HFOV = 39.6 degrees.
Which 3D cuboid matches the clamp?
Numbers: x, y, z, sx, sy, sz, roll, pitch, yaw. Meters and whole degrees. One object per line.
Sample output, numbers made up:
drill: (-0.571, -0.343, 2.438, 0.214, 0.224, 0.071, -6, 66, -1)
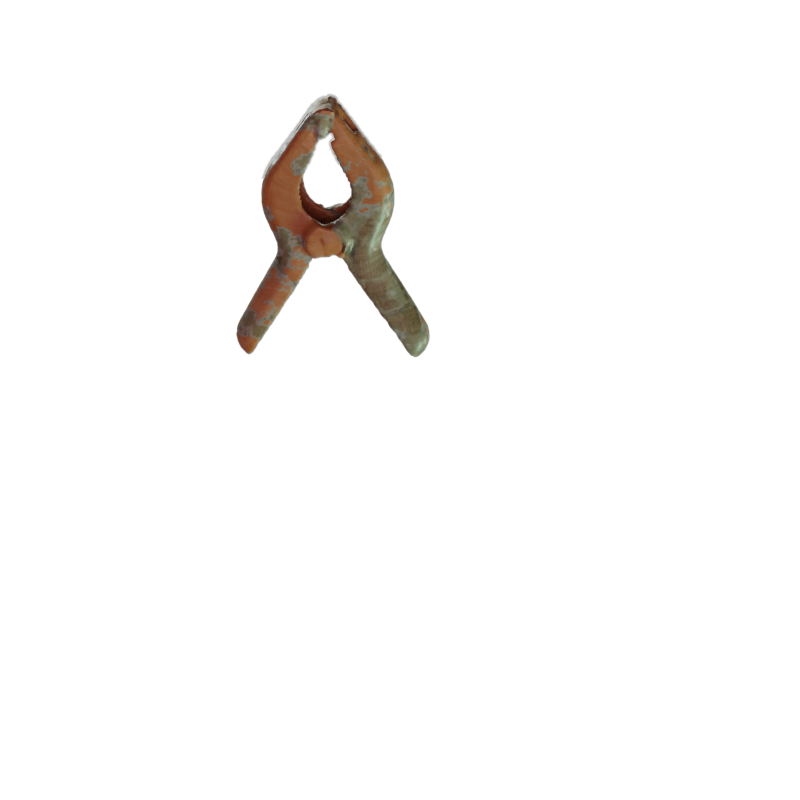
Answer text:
clamp: (-0.053, -0.096, 0.672, 0.120, 0.163, 0.041, -9, 22, 3)
